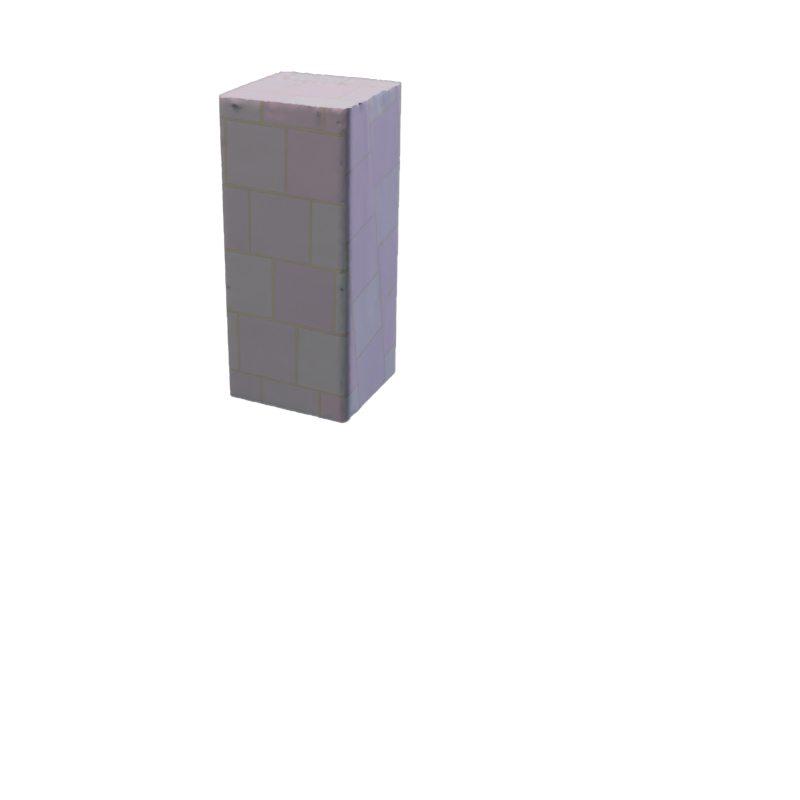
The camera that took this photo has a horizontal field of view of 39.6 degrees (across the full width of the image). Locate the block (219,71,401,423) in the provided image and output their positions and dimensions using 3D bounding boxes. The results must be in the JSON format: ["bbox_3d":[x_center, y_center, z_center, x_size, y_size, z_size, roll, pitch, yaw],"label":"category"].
[{"bbox_3d":[-0.058,-0.104,0.730,0.094,0.197,0.091,11,24,22],"label":"block"}]
